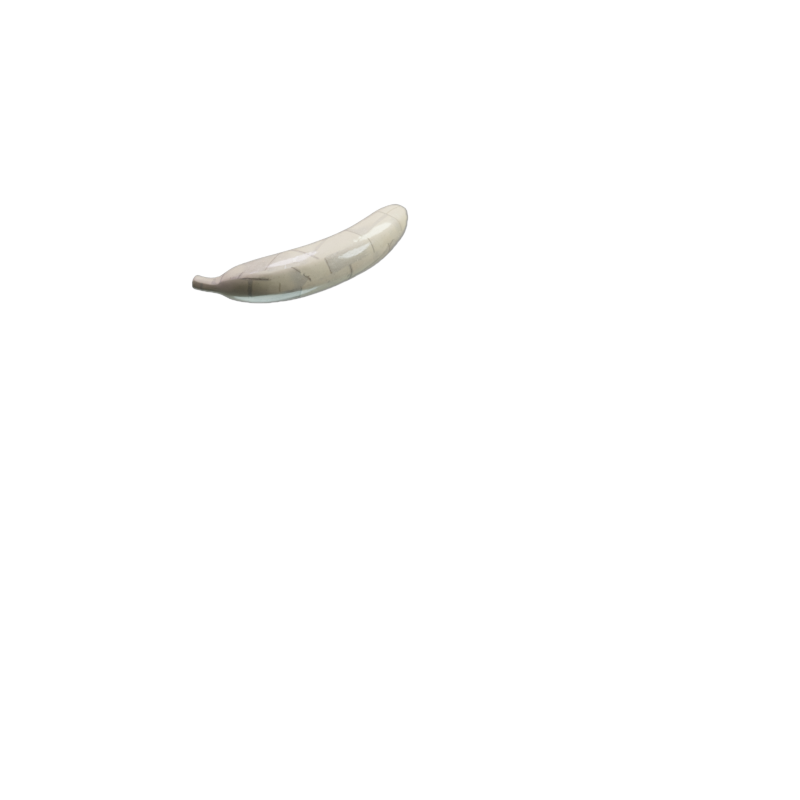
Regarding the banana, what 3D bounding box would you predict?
[{"bbox_3d":[-0.062,-0.115,0.870,0.196,0.034,0.075,-22,42,-26],"label":"banana"}]
